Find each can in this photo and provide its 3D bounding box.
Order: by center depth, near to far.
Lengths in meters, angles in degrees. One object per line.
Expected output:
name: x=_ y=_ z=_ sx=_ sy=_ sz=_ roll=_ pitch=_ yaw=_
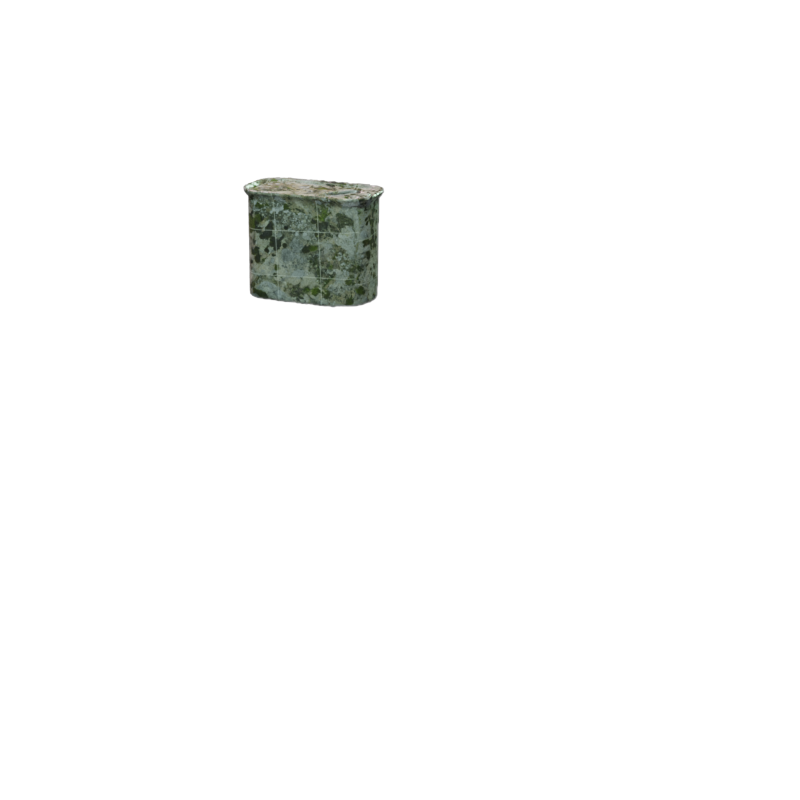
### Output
can: x=-0.065 y=-0.118 z=0.829 sx=0.105 sy=0.081 sz=0.058 roll=8 pitch=18 yaw=21
